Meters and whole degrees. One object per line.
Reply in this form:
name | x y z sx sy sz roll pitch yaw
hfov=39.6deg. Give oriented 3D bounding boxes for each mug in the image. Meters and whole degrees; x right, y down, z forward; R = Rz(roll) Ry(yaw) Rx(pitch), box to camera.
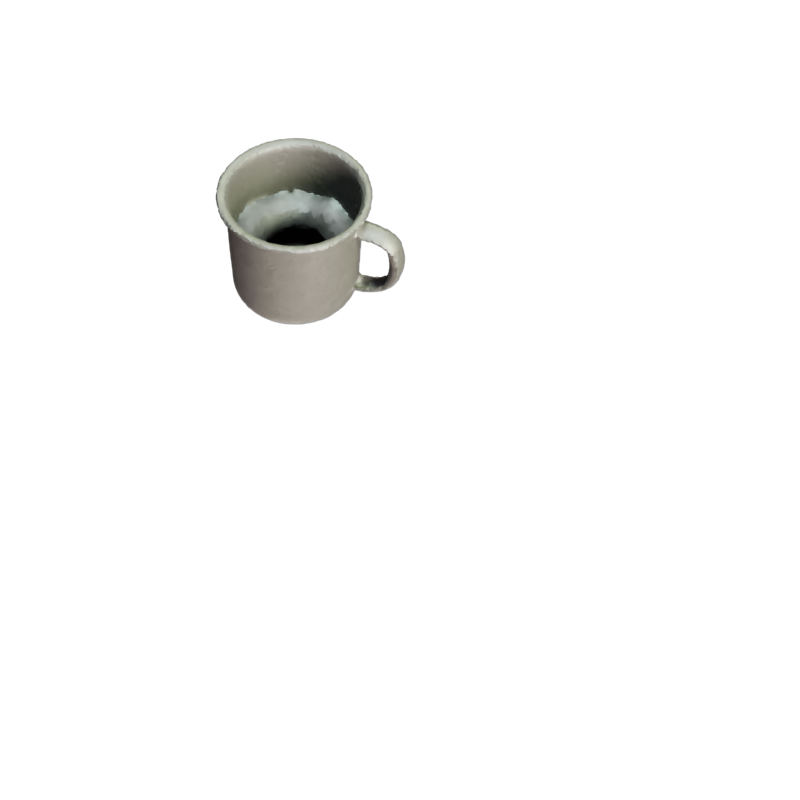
mug | -0.053 -0.097 0.682 0.120 0.098 0.076 15 -36 10
